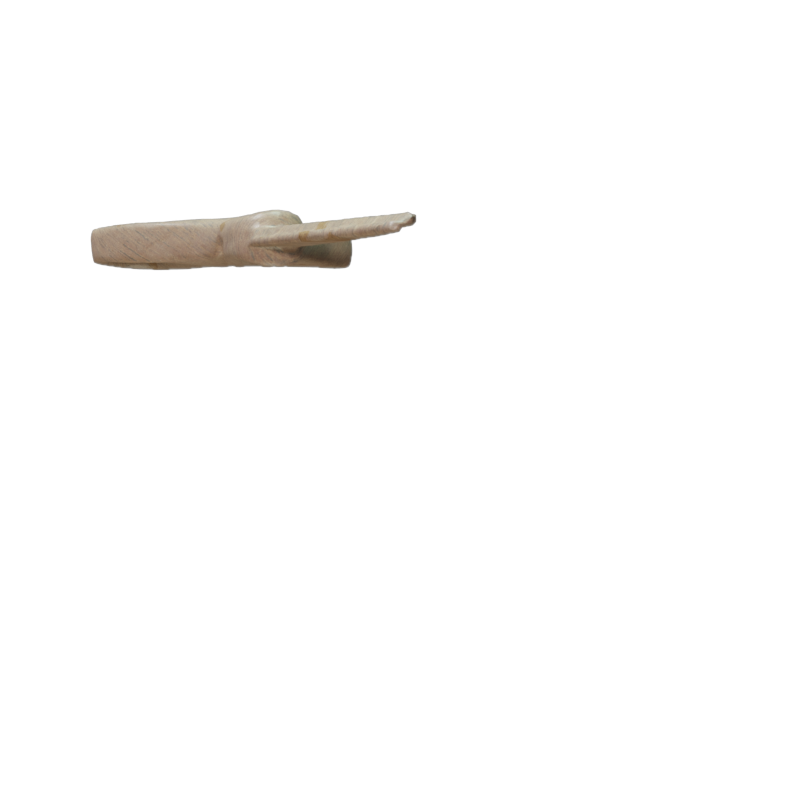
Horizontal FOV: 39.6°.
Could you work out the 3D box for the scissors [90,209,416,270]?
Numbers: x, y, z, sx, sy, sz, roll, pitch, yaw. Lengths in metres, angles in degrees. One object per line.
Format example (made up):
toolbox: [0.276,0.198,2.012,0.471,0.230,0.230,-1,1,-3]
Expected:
scissors: [-0.025,-0.046,0.321,0.093,0.016,0.210,-5,8,-36]
